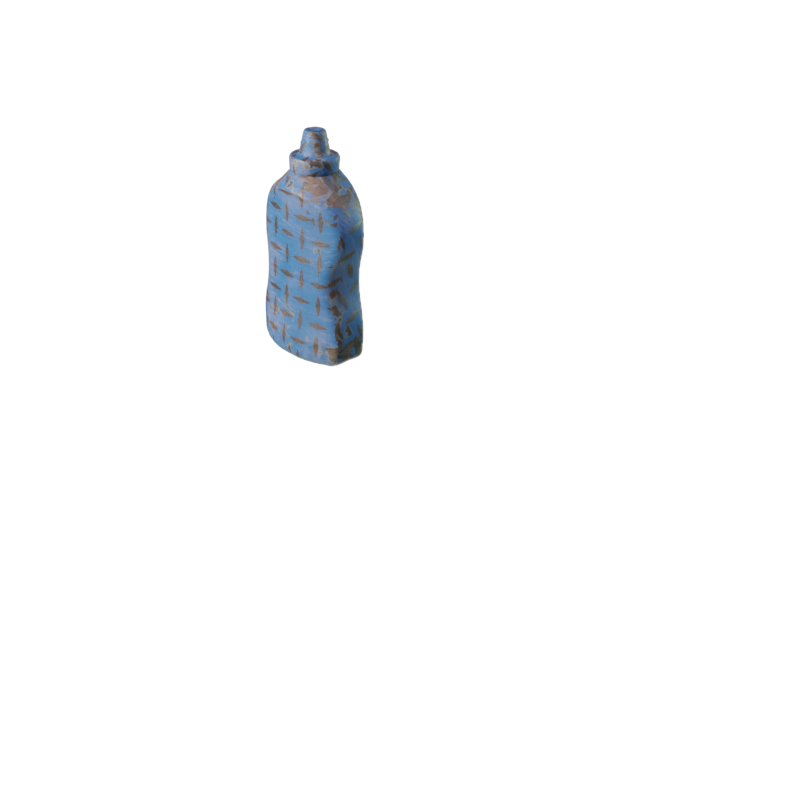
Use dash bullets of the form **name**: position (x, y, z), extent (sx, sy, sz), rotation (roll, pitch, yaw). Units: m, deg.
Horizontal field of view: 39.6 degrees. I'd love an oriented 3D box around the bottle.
- **bottle**: position (-0.071, -0.131, 0.916), extent (0.057, 0.182, 0.102), rotation (-17, 30, -37)
